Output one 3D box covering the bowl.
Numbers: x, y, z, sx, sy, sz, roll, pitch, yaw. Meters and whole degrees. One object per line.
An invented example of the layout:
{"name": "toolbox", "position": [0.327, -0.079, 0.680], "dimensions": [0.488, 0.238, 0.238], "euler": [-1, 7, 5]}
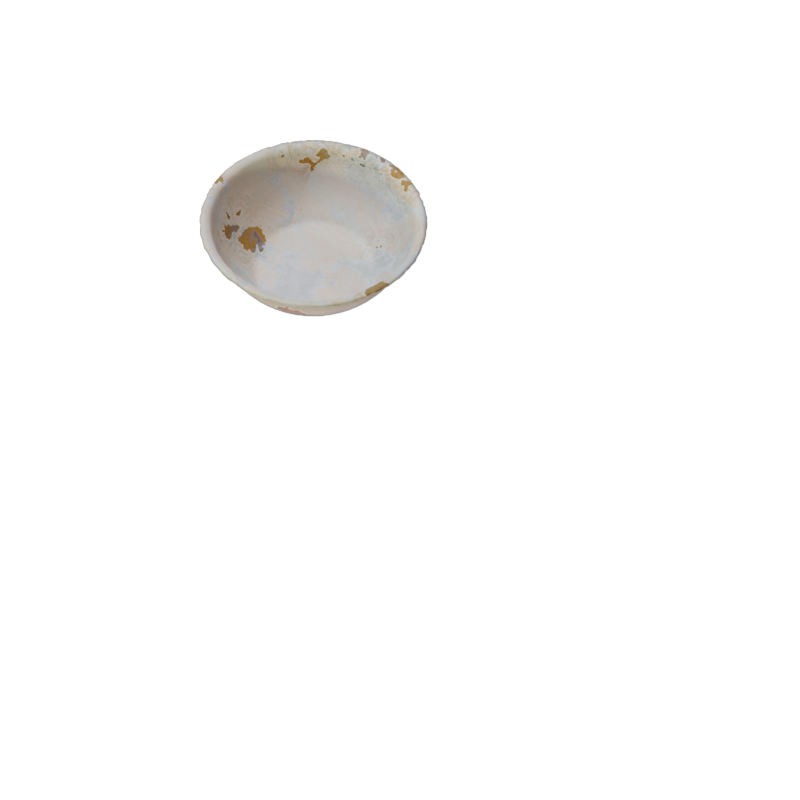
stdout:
{"name": "bowl", "position": [-0.063, -0.115, 0.805], "dimensions": [0.162, 0.174, 0.051], "euler": [-1, -39, -1]}
